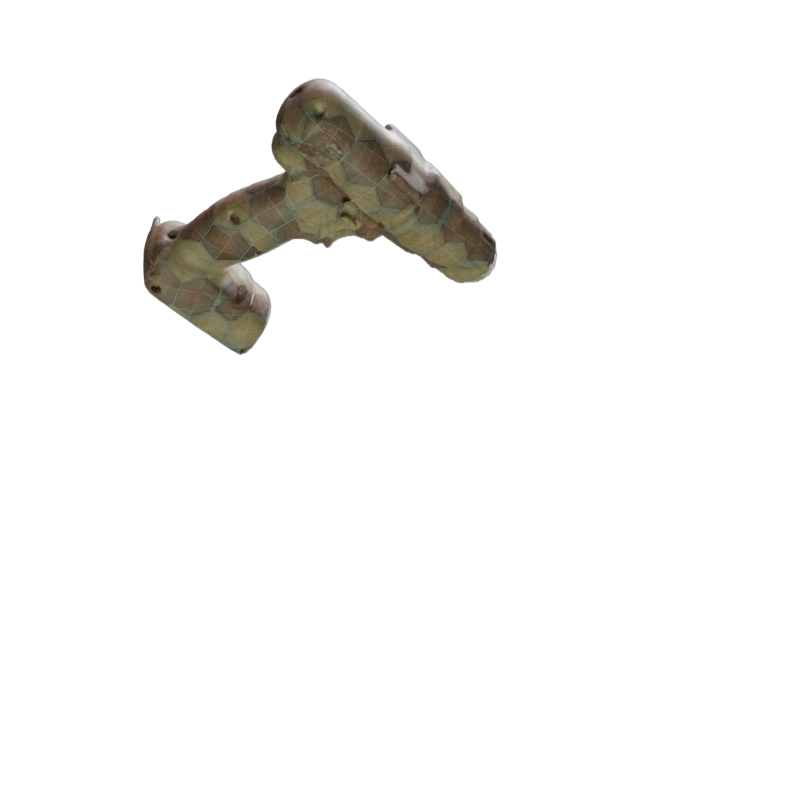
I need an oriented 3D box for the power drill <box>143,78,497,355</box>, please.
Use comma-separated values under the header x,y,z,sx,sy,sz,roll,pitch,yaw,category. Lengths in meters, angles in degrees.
x,y,z,sx,sy,sz,roll,pitch,yaw,category
-0.055,-0.101,0.705,0.187,0.062,0.172,-30,-51,27,power drill
